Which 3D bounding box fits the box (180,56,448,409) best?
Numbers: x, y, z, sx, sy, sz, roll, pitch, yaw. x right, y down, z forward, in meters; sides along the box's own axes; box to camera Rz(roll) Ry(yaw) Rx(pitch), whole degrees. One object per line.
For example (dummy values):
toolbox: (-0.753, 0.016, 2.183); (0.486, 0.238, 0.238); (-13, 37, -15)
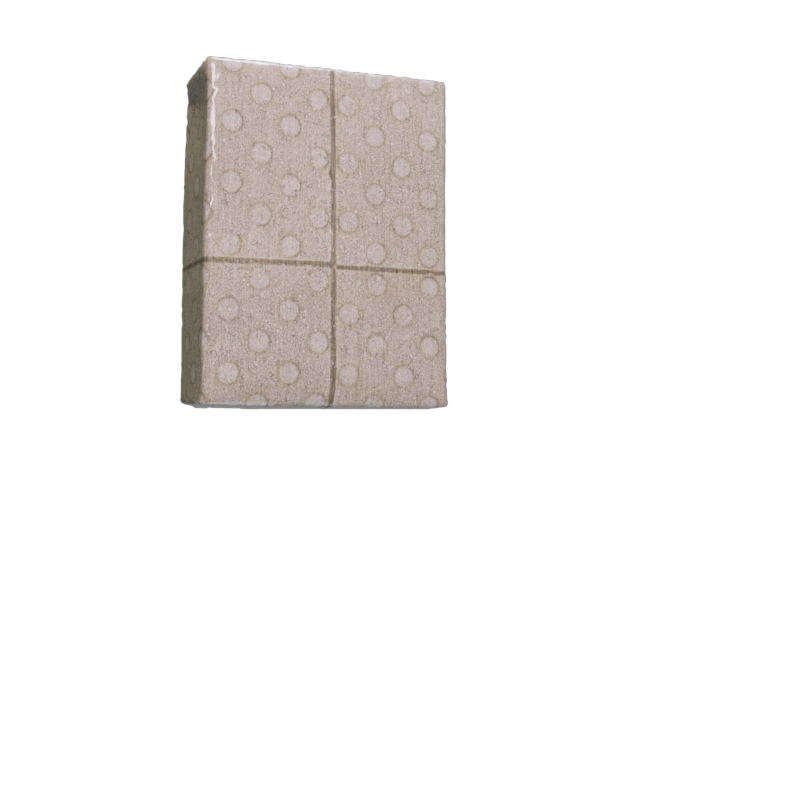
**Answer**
box: (-0.056, -0.102, 0.716); (0.159, 0.218, 0.072); (2, -8, -21)
